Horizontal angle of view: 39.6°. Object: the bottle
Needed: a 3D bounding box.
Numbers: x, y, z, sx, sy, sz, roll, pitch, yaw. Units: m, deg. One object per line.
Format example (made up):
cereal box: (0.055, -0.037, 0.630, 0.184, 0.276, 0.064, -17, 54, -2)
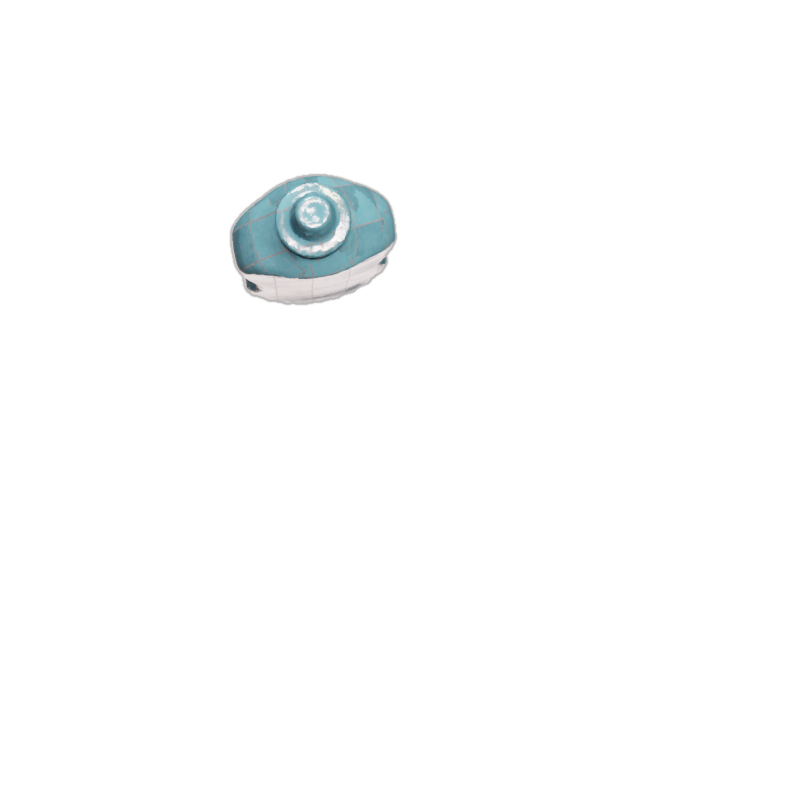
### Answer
bottle: (-0.052, -0.095, 0.663, 0.096, 0.059, 0.190, -9, 0, -4)
